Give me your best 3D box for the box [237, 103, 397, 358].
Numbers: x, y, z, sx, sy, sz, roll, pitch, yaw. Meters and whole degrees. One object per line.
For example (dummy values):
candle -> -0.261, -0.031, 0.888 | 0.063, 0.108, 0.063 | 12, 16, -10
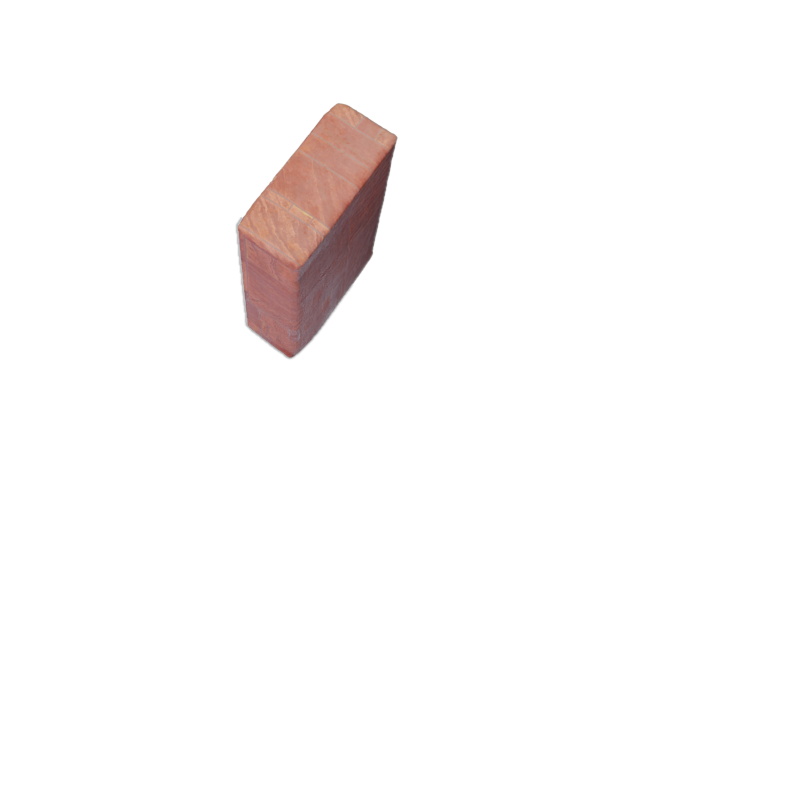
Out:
box -> -0.050, -0.092, 0.643 | 0.049, 0.095, 0.169 | 33, -16, 6
